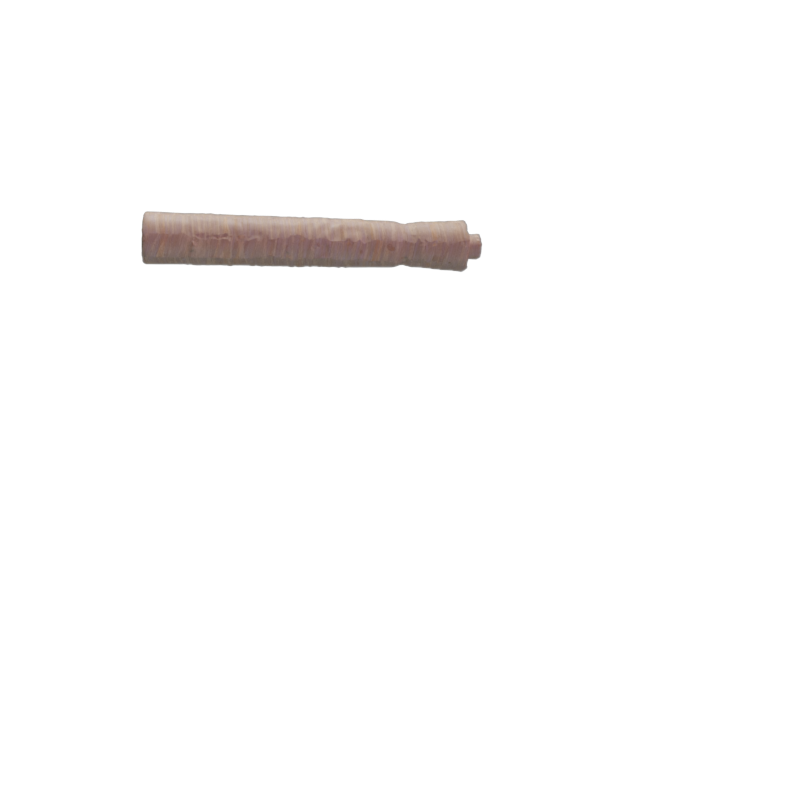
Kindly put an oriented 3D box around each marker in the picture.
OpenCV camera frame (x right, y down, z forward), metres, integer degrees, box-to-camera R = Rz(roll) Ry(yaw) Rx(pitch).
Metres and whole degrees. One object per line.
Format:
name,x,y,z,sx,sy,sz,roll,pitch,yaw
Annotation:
marker,-0.031,-0.057,0.397,0.120,0.020,0.020,1,4,-4
